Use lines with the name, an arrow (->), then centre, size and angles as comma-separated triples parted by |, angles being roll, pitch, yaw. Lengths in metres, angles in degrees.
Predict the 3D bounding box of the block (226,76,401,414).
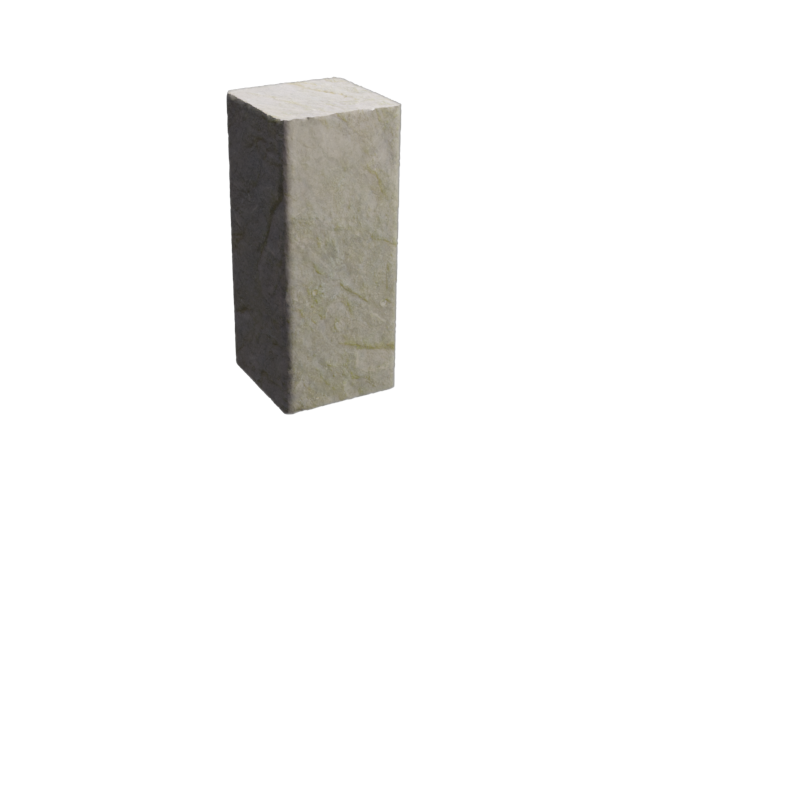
block -> -0.061, -0.109, 0.766 | 0.088, 0.196, 0.097 | -12, 27, -27
